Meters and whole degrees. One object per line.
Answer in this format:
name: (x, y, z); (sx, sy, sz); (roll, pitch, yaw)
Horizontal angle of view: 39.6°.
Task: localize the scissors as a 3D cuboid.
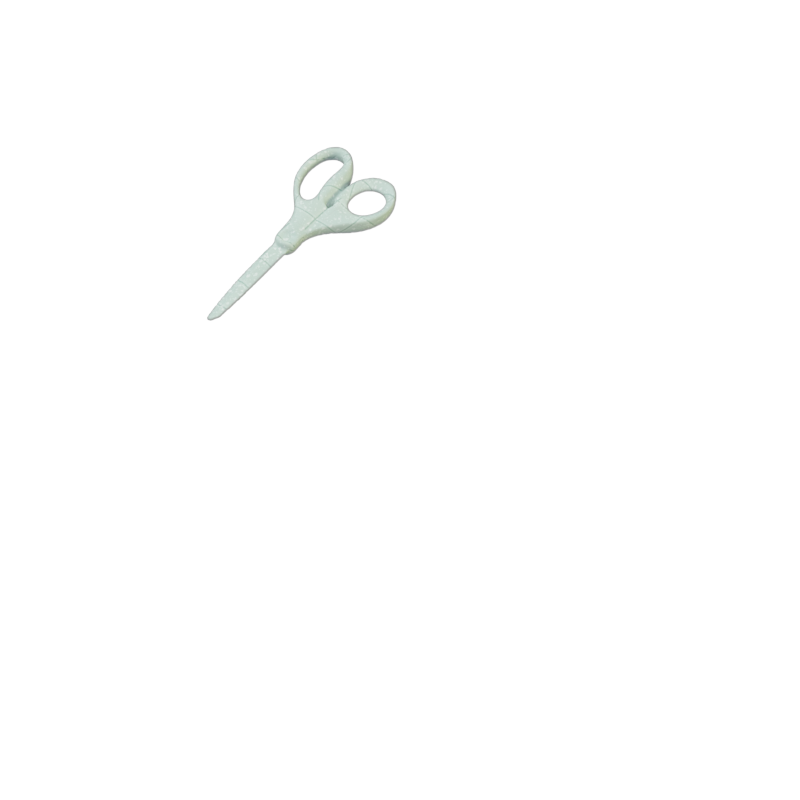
scissors: (-0.070, -0.127, 0.890); (0.098, 0.211, 0.015); (15, -35, 11)
